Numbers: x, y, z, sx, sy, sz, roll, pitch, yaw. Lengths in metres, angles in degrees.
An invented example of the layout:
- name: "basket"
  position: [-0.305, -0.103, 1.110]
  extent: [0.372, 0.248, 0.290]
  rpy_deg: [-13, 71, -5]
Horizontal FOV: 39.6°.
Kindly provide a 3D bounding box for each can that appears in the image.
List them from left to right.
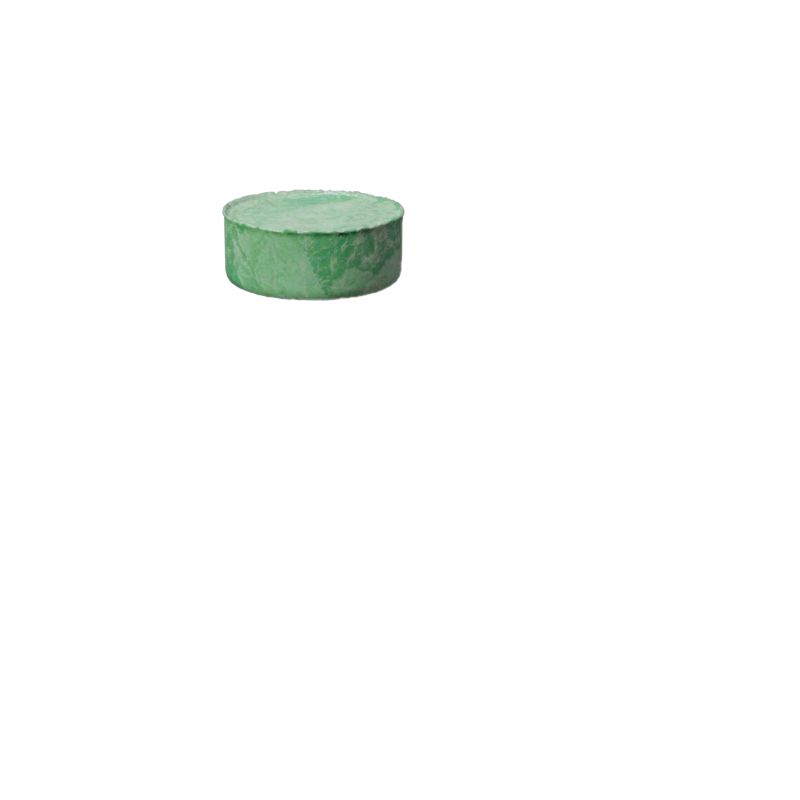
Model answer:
- name: "can"
  position: [-0.041, -0.075, 0.526]
  extent: [0.086, 0.032, 0.090]
  rpy_deg: [-1, 21, -2]
